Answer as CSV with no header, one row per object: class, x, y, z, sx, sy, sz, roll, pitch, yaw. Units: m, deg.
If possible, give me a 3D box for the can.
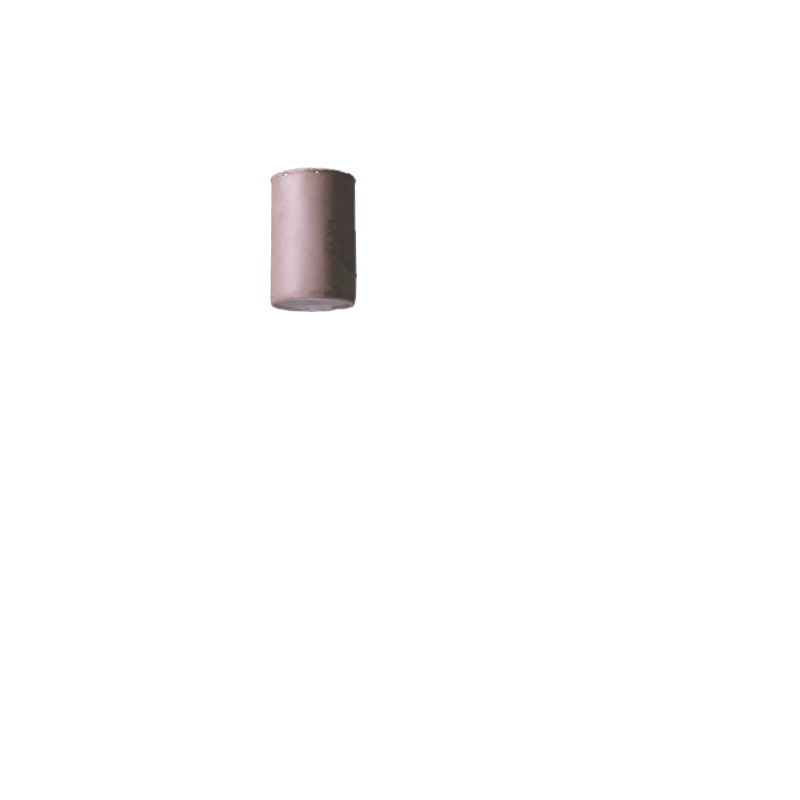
can,-0.068,-0.124,0.869,0.068,0.105,0.067,0,-9,-2
